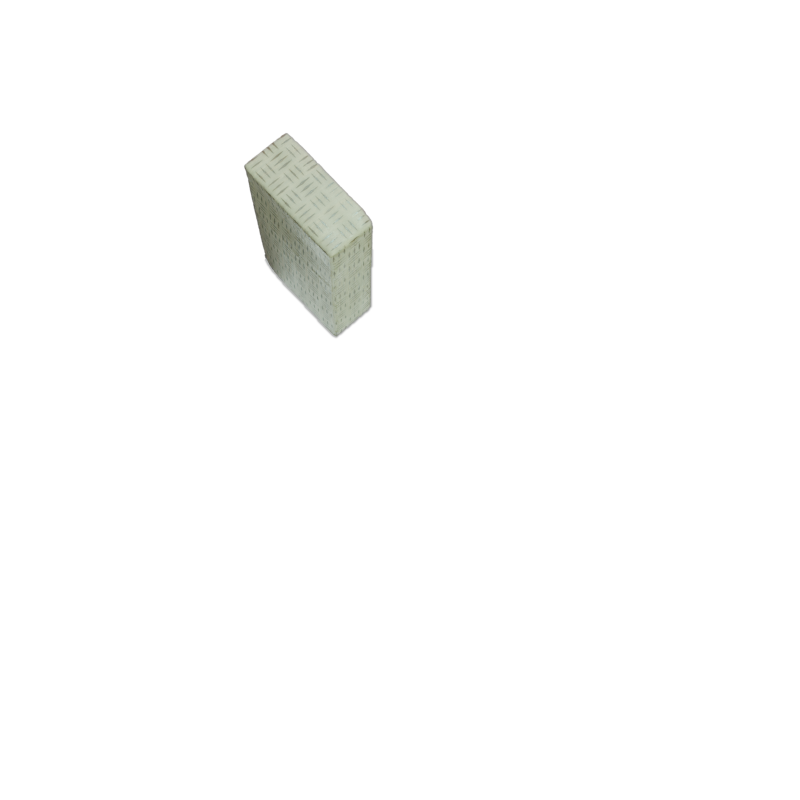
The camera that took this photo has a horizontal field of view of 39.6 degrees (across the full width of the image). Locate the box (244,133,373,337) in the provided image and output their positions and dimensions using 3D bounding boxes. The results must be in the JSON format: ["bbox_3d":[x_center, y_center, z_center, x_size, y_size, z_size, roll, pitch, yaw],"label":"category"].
[{"bbox_3d":[-0.064,-0.117,0.816,0.048,0.097,0.169,-39,-11,-14],"label":"box"}]
